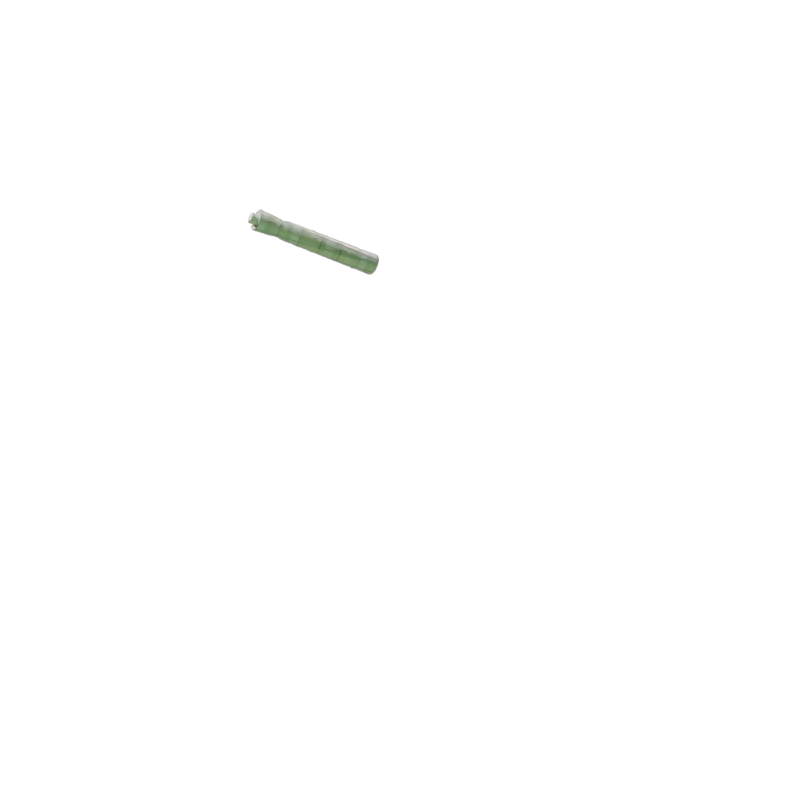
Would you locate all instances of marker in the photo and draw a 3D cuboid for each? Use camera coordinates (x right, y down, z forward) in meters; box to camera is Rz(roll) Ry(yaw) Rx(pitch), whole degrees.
[{"bbox_3d":[-0.074,-0.135,0.948,0.116,0.020,0.020,19,-4,-21],"label":"marker"}]
